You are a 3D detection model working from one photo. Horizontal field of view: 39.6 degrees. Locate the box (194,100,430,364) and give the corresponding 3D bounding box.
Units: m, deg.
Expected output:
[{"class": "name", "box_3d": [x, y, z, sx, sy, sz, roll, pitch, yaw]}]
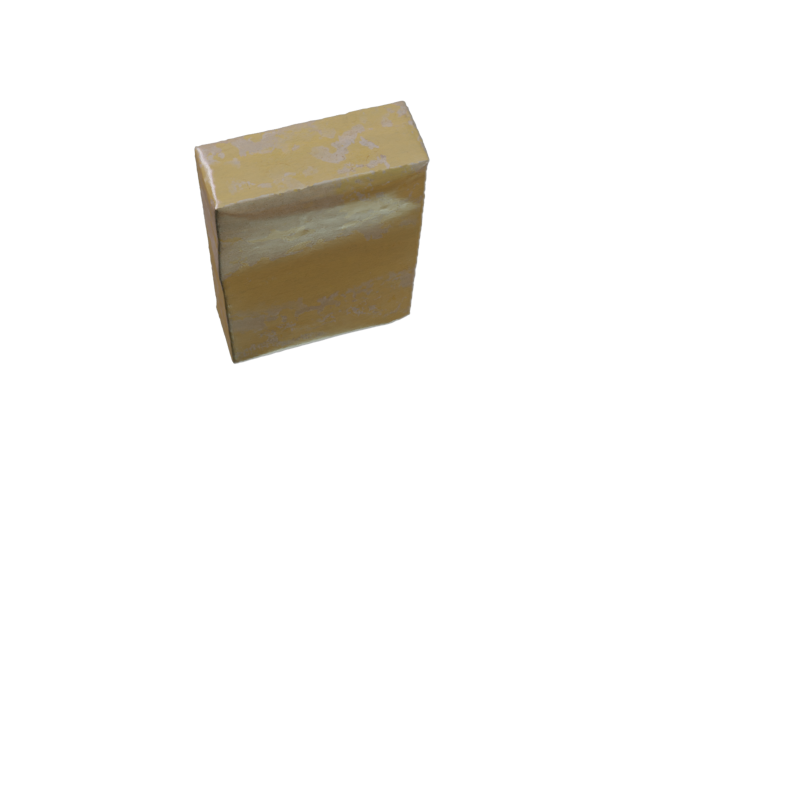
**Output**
[{"class": "box", "box_3d": [-0.069, -0.126, 0.881, 0.163, 0.077, 0.200, -15, -28, -11]}]
